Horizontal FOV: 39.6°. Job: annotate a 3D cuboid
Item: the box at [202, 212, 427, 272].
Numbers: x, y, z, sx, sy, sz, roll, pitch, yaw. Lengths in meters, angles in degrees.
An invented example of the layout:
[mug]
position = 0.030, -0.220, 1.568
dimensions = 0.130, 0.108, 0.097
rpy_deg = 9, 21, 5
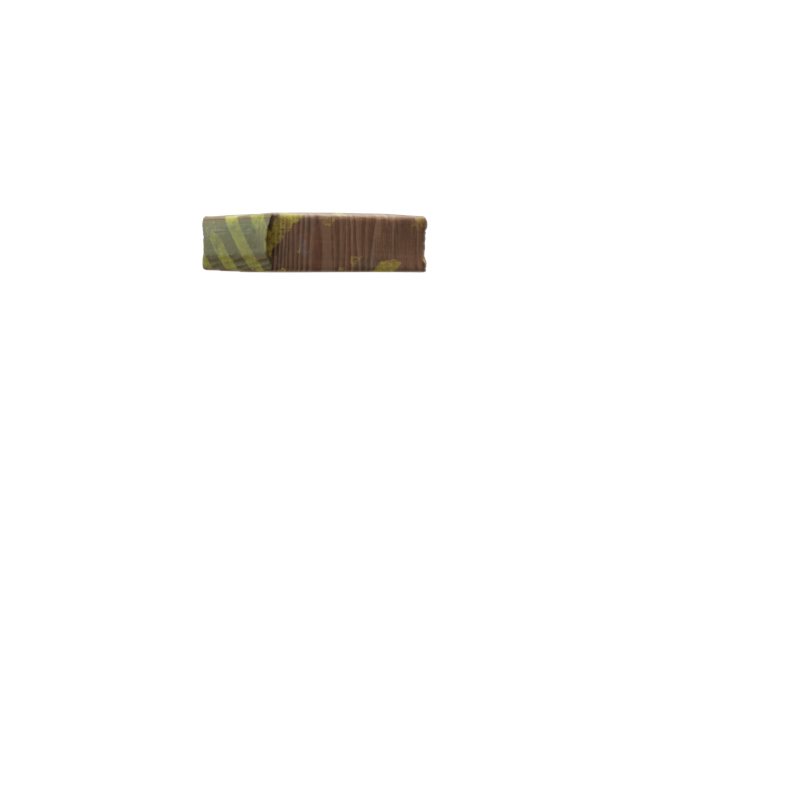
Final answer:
[box]
position = -0.043, -0.078, 0.547
dimensions = 0.086, 0.030, 0.076
rpy_deg = -5, 8, -33
